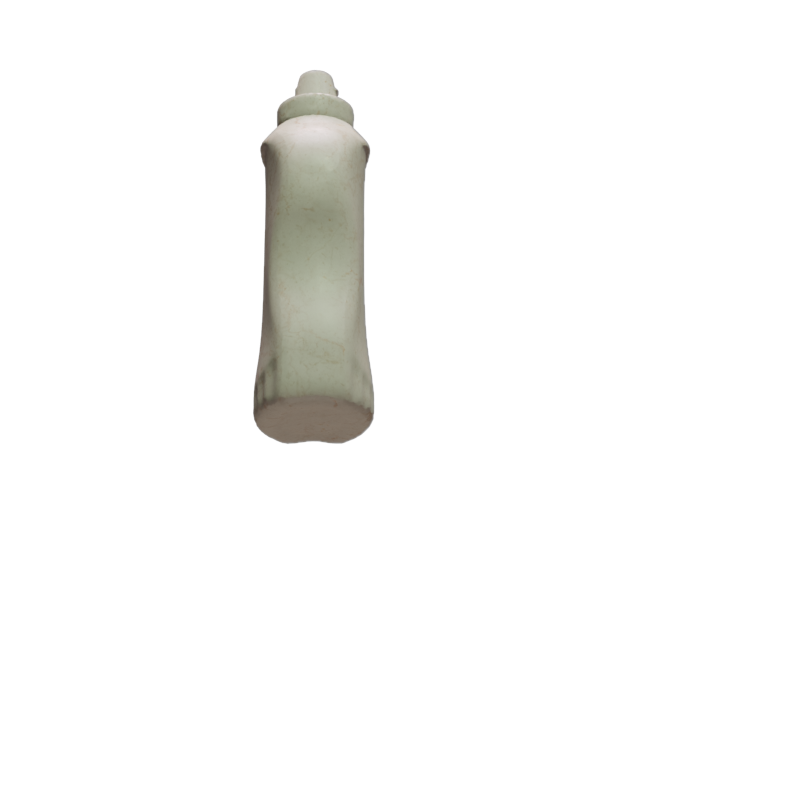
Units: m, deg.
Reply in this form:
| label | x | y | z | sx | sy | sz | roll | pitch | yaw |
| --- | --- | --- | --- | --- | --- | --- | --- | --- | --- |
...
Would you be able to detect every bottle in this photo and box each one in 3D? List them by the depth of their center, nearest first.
| label | x | y | z | sx | sy | sz | roll | pitch | yaw |
| --- | --- | --- | --- | --- | --- | --- | --- | --- | --- |
| bottle | -0.044 | -0.080 | 0.562 | 0.058 | 0.201 | 0.092 | -1 | -20 | -2 |
